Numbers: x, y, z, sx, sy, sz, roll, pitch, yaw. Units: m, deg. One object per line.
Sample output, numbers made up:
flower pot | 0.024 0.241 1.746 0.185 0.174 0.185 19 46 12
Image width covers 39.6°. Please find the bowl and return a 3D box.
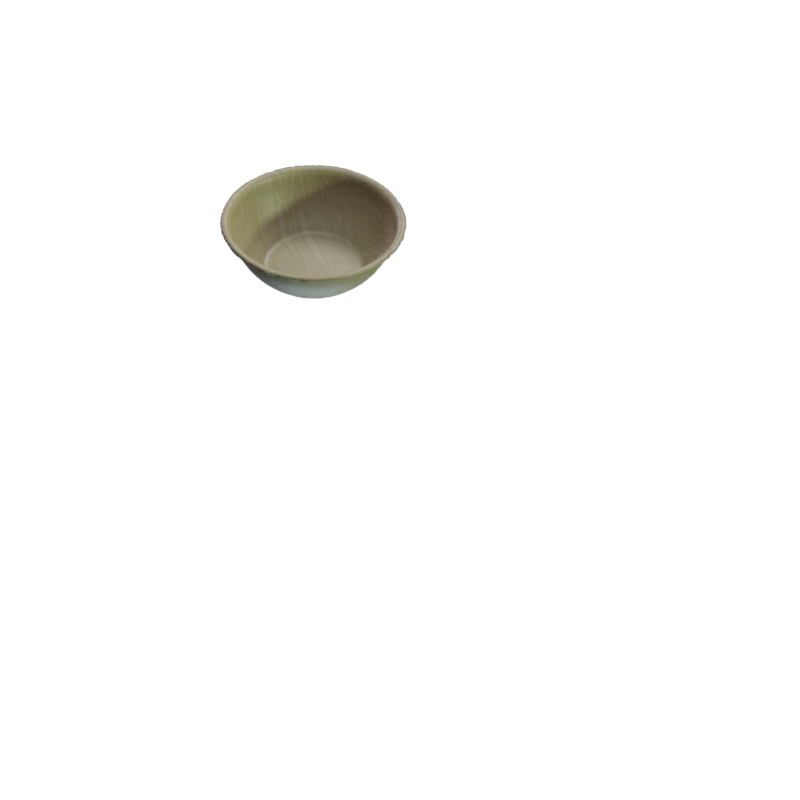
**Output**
bowl | -0.077 -0.140 0.981 0.162 0.051 0.174 -1 44 -1
